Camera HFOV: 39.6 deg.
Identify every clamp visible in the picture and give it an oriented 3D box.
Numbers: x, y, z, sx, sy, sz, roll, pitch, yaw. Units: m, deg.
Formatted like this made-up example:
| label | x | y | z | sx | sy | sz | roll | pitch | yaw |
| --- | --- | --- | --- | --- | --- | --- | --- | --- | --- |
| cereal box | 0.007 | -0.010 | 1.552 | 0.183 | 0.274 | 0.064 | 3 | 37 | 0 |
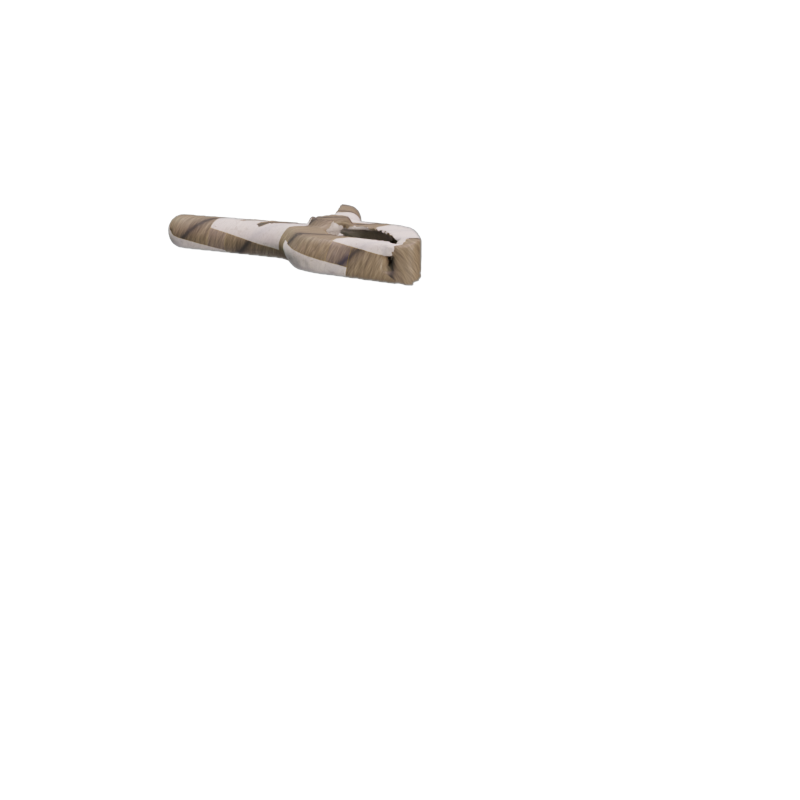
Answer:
| label | x | y | z | sx | sy | sz | roll | pitch | yaw |
| --- | --- | --- | --- | --- | --- | --- | --- | --- | --- |
| clamp | -0.061 | -0.112 | 0.784 | 0.160 | 0.035 | 0.222 | -8 | 19 | -26 |
